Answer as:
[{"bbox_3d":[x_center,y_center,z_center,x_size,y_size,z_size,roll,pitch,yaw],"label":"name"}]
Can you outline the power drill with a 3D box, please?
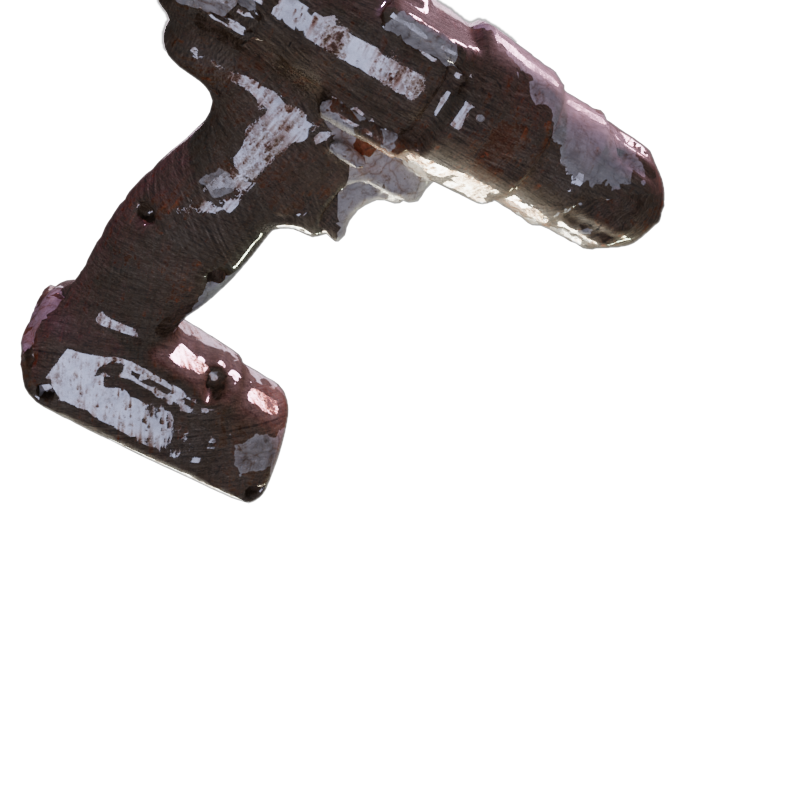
[{"bbox_3d":[-0.030,-0.054,0.380,0.179,0.183,0.061,30,23,-15],"label":"power drill"}]
